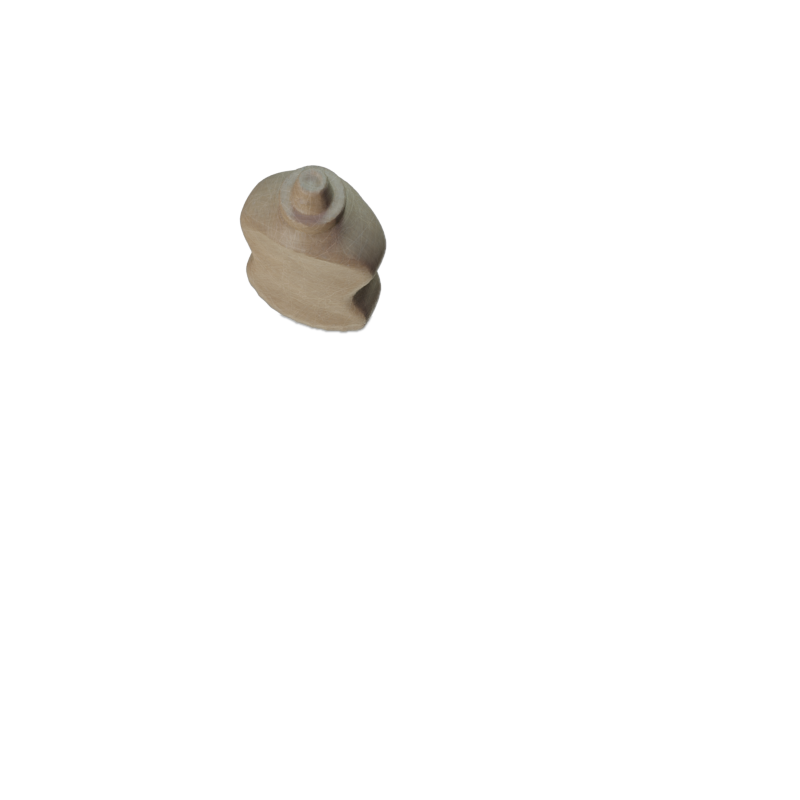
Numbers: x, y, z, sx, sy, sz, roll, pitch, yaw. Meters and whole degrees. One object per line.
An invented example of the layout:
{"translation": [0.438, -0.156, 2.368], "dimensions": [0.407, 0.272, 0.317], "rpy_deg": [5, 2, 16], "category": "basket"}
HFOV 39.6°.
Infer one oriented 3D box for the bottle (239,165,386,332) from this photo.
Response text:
{"translation": [-0.057, -0.104, 0.731], "dimensions": [0.098, 0.060, 0.184], "rpy_deg": [26, -16, 4], "category": "bottle"}
